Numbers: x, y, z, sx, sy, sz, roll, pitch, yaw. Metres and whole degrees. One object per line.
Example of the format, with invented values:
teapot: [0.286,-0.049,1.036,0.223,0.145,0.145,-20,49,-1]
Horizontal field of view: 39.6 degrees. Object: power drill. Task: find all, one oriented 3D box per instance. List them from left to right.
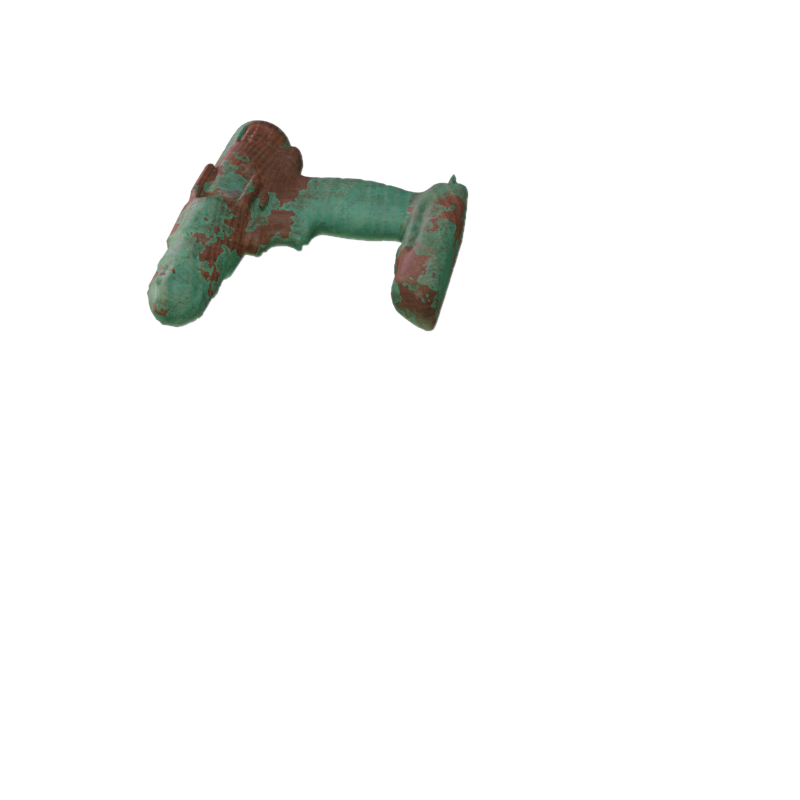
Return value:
power drill: [-0.058,-0.106,0.744,0.192,0.194,0.053,14,-37,10]
